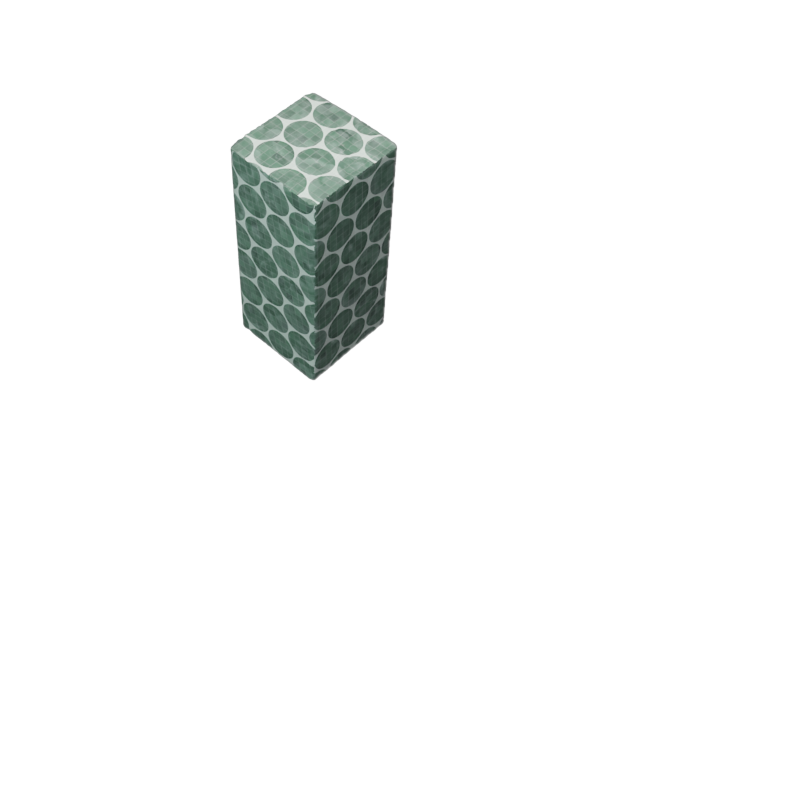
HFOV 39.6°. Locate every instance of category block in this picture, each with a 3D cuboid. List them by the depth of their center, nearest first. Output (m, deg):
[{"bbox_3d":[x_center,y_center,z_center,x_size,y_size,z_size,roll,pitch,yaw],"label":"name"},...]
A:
[{"bbox_3d":[-0.069,-0.126,0.878,0.095,0.192,0.092,37,59,22],"label":"block"}]
